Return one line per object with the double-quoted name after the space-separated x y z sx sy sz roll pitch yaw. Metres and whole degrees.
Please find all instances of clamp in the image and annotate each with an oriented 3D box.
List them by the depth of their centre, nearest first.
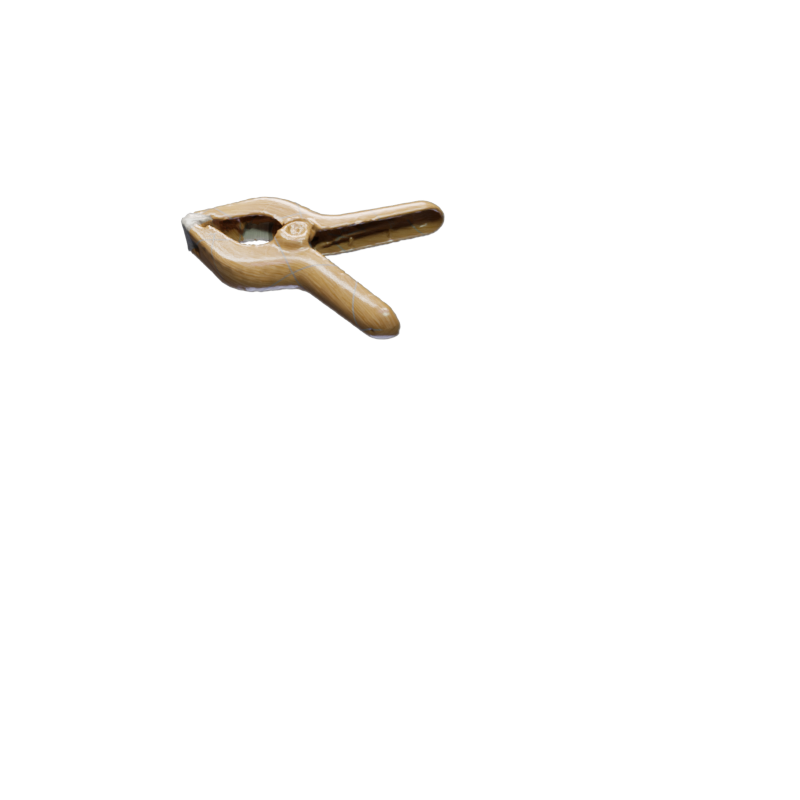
-0.057 -0.104 0.728 0.178 0.037 0.124 19 44 20 "clamp"
